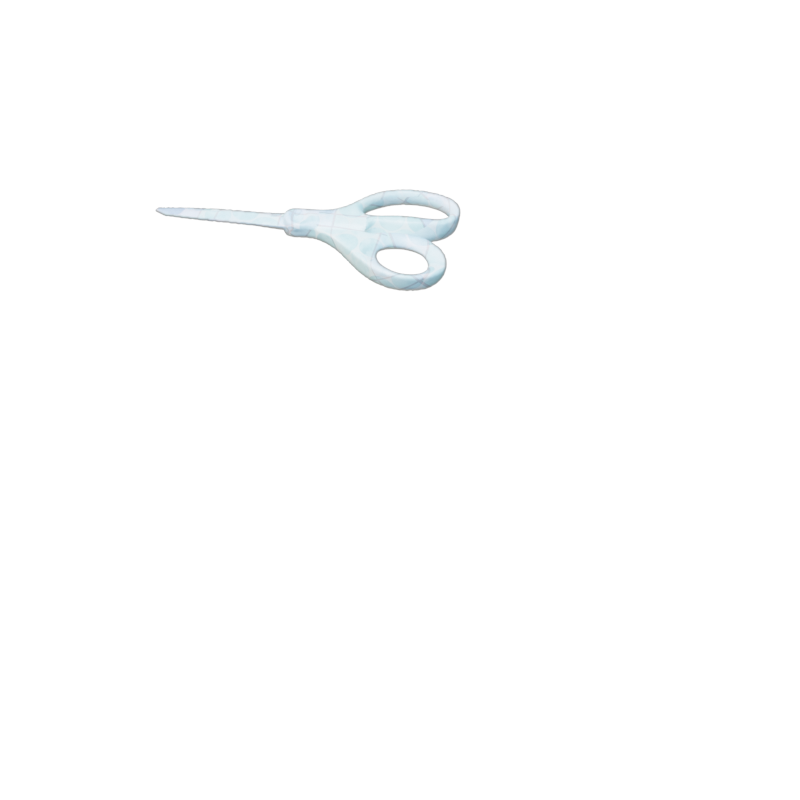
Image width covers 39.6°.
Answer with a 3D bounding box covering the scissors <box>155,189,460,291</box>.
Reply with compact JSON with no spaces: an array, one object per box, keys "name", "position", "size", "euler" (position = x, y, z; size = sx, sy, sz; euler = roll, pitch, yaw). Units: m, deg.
[{"name":"scissors","position":[-0.057,-0.103,0.724],"size":[0.200,0.104,0.015],"euler":[-7,-43,-6]}]
